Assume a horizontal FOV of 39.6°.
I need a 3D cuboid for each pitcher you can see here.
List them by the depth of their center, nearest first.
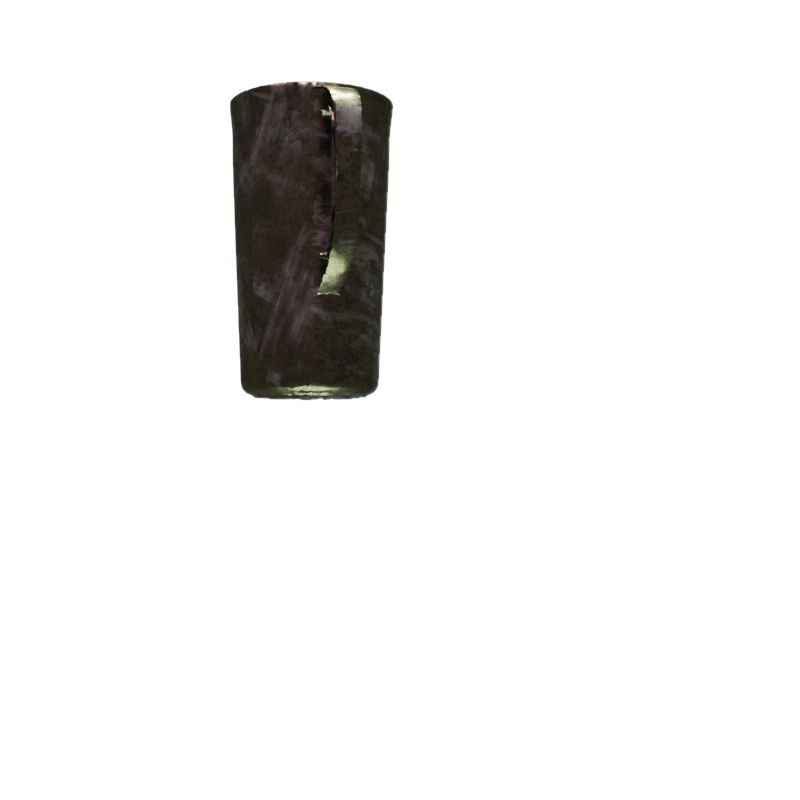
[{"bbox_3d":[-0.068,-0.125,0.874,0.149,0.249,0.142,-4,-9,26],"label":"pitcher"}]
